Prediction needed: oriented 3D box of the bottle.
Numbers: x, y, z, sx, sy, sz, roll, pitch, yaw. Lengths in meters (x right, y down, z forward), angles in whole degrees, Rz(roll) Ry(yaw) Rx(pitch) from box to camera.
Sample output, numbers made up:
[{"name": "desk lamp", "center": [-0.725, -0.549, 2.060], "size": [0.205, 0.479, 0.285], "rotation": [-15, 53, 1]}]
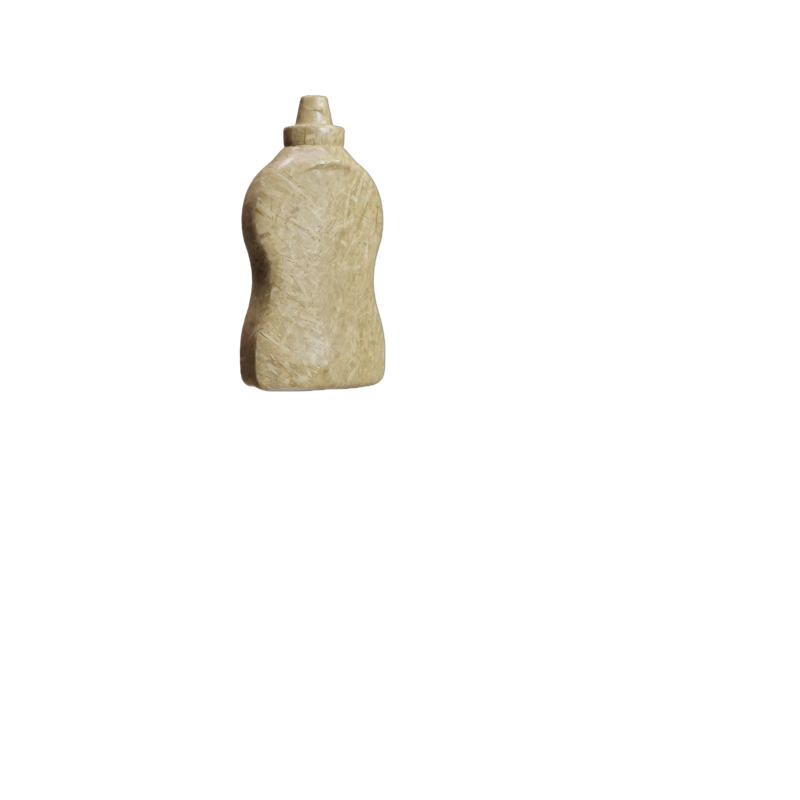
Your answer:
[{"name": "bottle", "center": [-0.057, -0.105, 0.732], "size": [0.093, 0.192, 0.060], "rotation": [-1, 1, -25]}]
